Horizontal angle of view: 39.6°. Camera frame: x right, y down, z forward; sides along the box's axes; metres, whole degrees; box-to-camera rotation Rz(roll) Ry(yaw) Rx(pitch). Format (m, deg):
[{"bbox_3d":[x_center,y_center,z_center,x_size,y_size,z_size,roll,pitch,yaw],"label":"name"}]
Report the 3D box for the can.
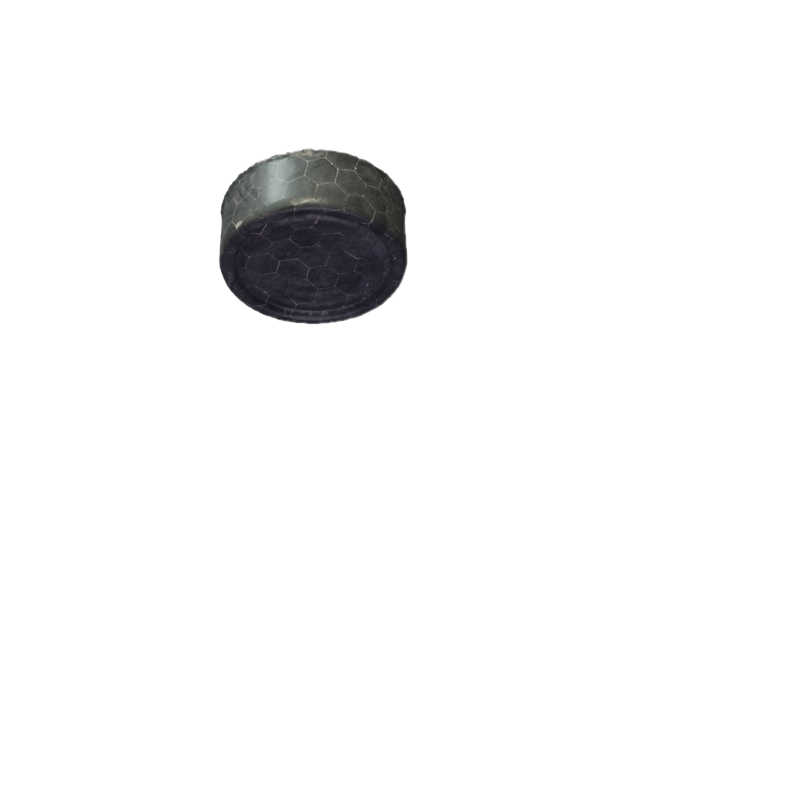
[{"bbox_3d":[-0.039,-0.072,0.504,0.086,0.036,0.080,1,-36,-2],"label":"can"}]
